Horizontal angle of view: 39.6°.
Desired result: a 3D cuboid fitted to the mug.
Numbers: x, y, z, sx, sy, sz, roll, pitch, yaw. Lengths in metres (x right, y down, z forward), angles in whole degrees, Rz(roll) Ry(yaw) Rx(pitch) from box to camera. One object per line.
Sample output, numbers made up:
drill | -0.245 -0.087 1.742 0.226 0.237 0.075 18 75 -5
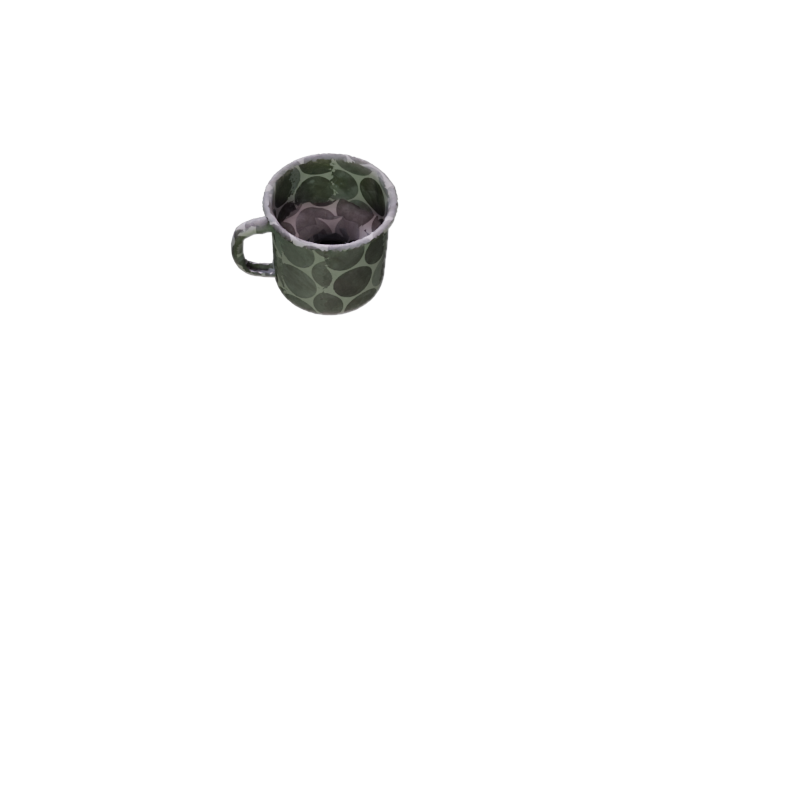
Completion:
mug | -0.062 -0.112 0.786 0.116 0.101 0.076 -11 -37 -10
